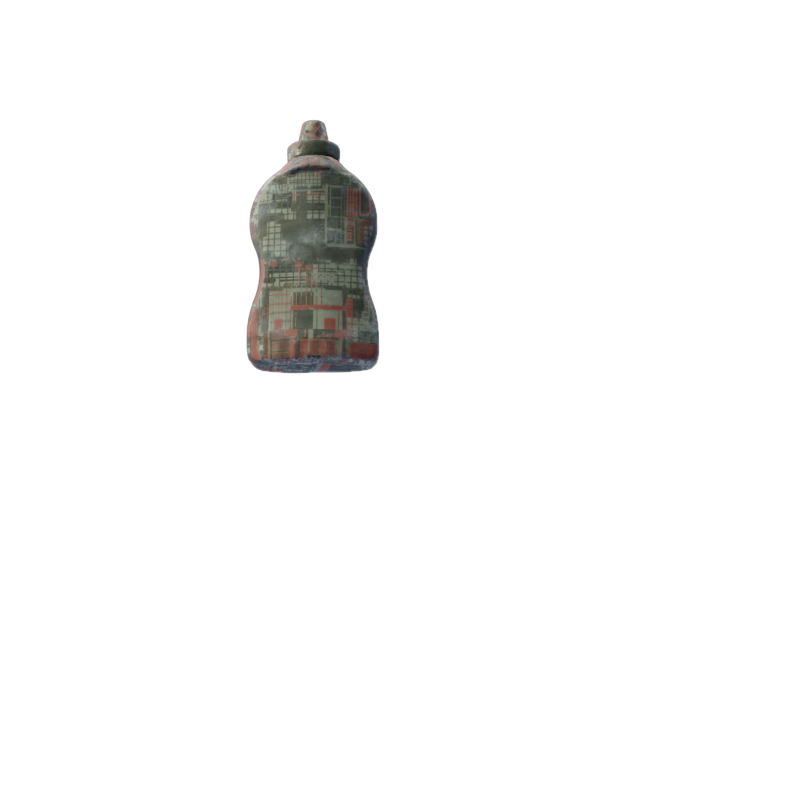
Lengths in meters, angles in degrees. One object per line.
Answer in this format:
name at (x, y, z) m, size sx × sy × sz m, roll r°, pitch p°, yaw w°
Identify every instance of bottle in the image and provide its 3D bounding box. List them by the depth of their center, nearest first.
bottle at (-0.065, -0.119, 0.831) m, size 0.096 × 0.199 × 0.056 m, roll -2°, pitch -15°, yaw 4°
